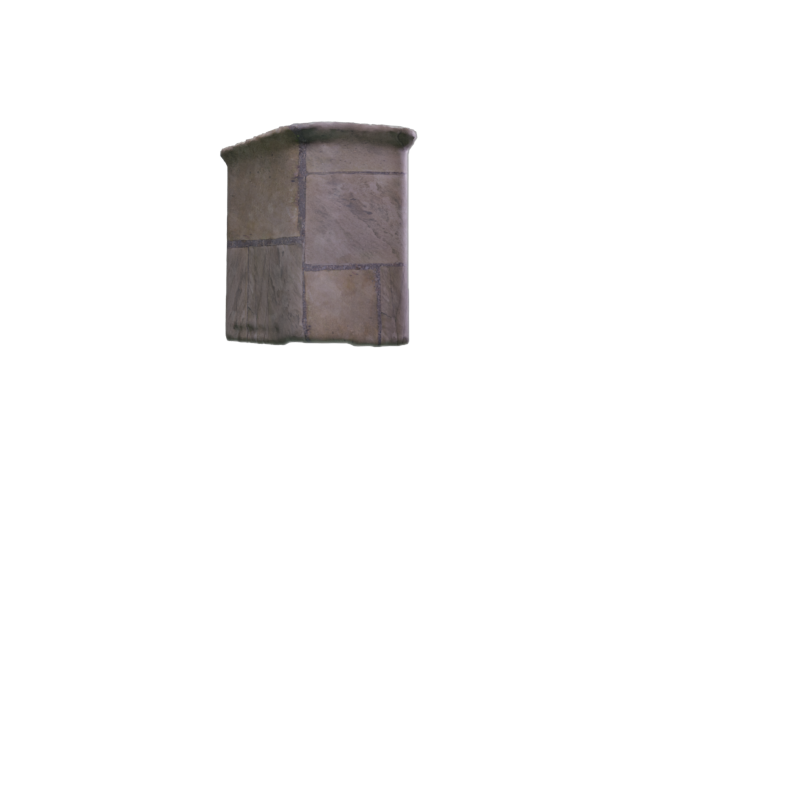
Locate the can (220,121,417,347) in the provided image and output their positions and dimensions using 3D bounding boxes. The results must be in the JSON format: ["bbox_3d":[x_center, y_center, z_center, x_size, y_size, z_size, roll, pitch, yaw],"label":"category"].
[{"bbox_3d":[-0.036,-0.065,0.458,0.056,0.084,0.105,0,2,-28],"label":"can"}]
